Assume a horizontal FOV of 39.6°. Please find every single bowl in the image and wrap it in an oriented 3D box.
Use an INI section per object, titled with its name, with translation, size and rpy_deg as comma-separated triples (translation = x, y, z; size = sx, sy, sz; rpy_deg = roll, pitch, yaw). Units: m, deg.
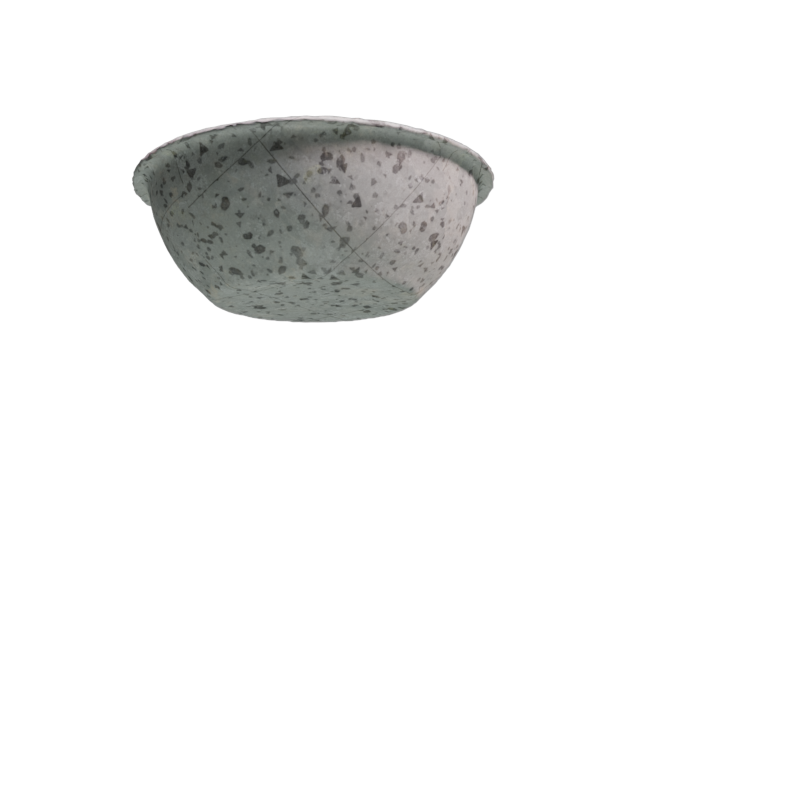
[bowl]
translation = -0.039, -0.070, 0.493
size = 0.162, 0.057, 0.158
rpy_deg = 0, -9, -2
